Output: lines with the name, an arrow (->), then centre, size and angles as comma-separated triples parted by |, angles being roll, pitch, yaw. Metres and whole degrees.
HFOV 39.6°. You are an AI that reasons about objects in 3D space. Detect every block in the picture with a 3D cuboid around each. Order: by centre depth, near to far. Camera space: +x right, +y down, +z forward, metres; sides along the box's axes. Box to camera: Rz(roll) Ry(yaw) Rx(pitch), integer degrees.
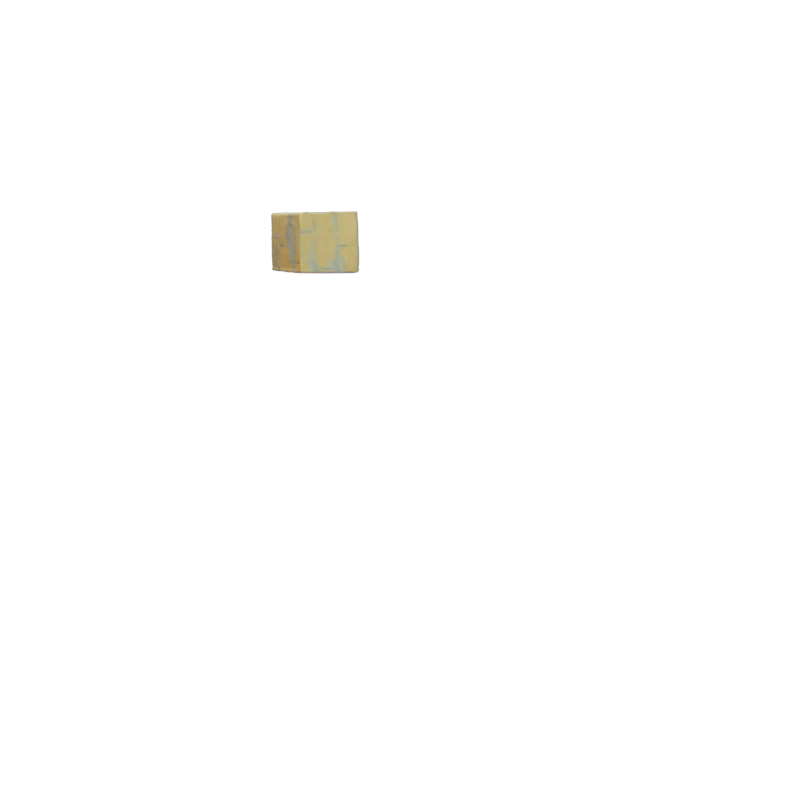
block -> -0.073, -0.134, 0.939 | 0.051, 0.051, 0.081 | -2, 7, -24
